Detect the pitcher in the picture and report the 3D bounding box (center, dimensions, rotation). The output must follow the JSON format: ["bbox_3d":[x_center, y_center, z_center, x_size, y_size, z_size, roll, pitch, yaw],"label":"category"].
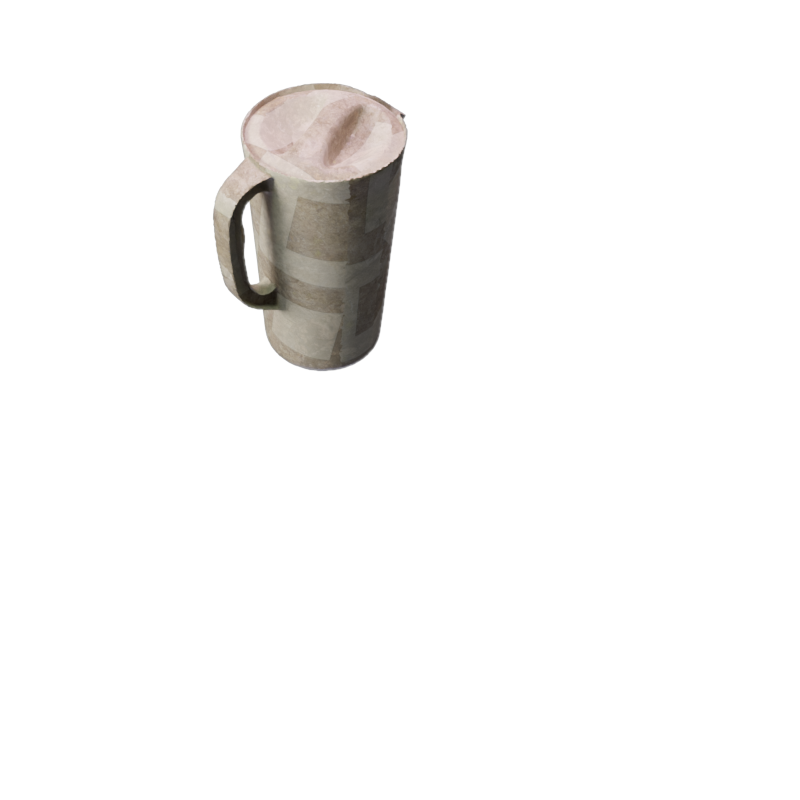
[{"bbox_3d":[-0.075,-0.136,0.954,0.149,0.155,0.226,3,-45,0],"label":"pitcher"}]
